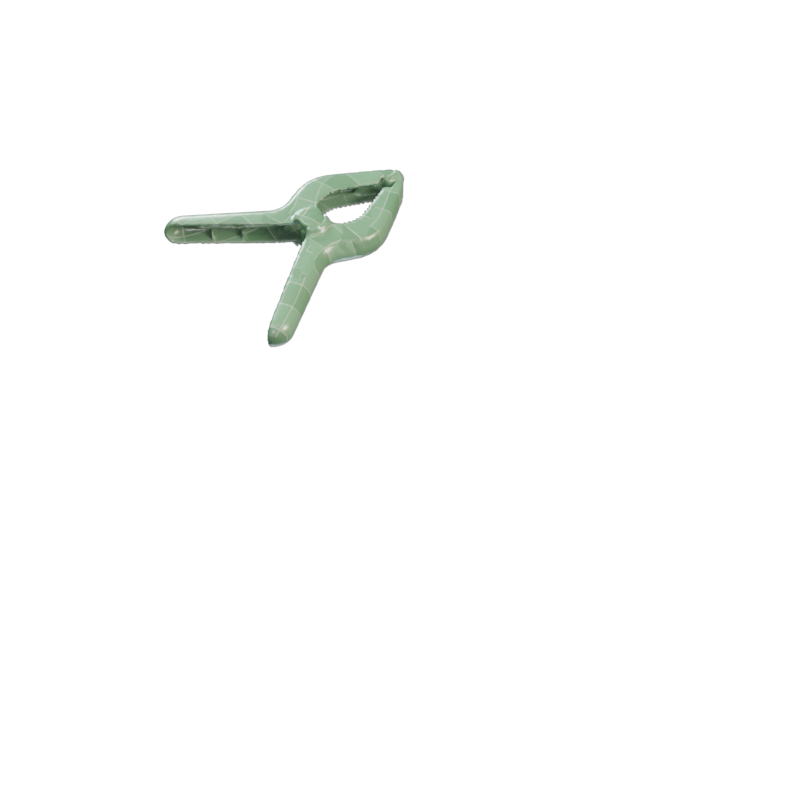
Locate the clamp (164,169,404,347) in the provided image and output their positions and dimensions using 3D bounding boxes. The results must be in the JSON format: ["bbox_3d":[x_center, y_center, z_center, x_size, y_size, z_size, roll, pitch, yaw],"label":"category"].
[{"bbox_3d":[-0.074,-0.135,0.946,0.209,0.177,0.034,-26,-35,-20],"label":"clamp"}]
